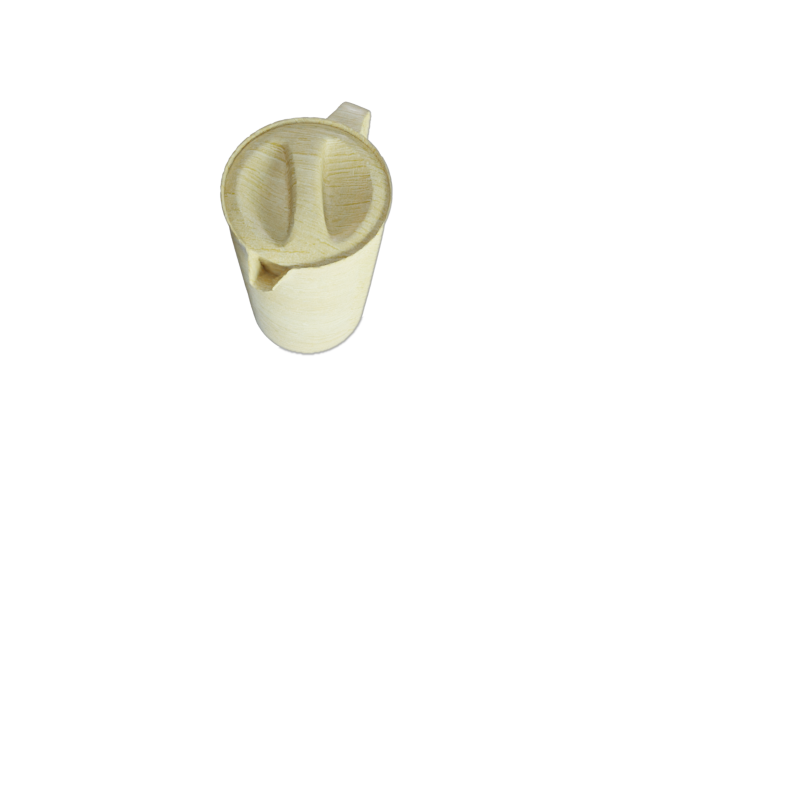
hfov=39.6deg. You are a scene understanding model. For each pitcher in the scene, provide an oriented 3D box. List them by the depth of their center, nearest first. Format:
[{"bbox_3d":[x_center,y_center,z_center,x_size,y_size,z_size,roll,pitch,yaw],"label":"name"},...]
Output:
[{"bbox_3d":[-0.075,-0.137,0.961,0.148,0.153,0.232,-20,-17,-10],"label":"pitcher"}]
